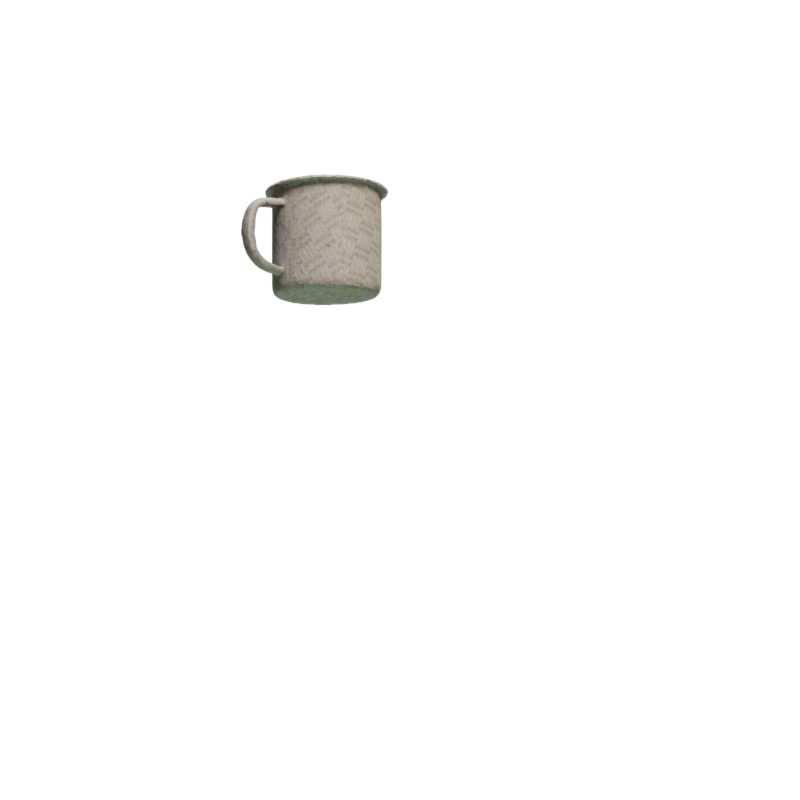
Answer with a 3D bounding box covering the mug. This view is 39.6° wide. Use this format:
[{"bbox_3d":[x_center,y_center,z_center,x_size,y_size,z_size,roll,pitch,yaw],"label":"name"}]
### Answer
[{"bbox_3d":[-0.065,-0.118,0.825,0.112,0.084,0.095,6,-11,-36],"label":"mug"}]
